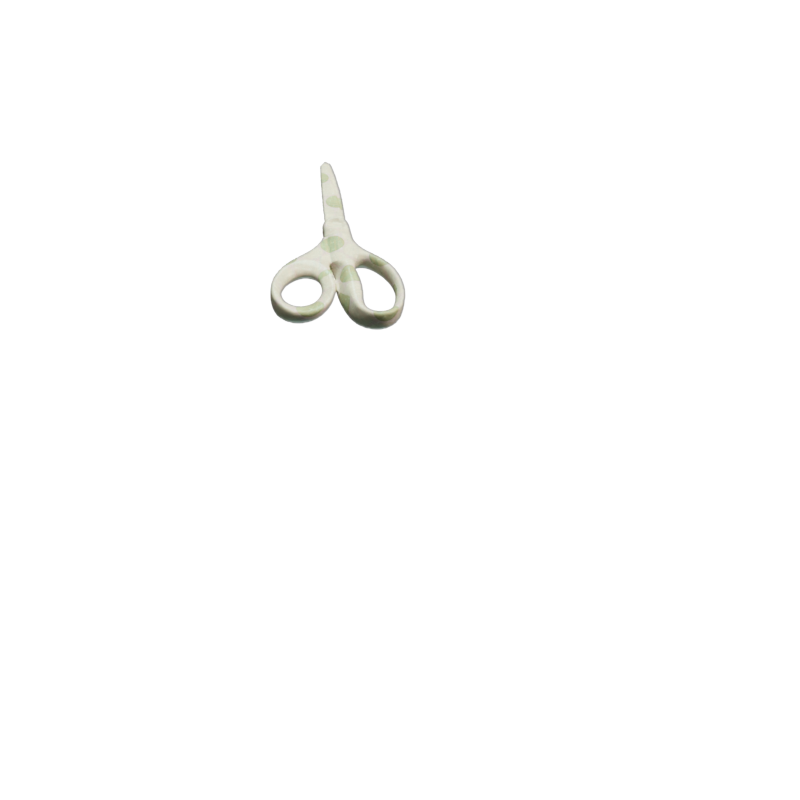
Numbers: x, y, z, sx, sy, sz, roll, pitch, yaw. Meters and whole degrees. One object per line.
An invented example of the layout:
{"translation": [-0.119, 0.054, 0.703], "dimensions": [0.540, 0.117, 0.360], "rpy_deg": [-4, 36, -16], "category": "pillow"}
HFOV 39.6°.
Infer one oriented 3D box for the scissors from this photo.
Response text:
{"translation": [-0.061, -0.111, 0.776], "dimensions": [0.095, 0.015, 0.218], "rpy_deg": [-13, 41, -16], "category": "scissors"}
